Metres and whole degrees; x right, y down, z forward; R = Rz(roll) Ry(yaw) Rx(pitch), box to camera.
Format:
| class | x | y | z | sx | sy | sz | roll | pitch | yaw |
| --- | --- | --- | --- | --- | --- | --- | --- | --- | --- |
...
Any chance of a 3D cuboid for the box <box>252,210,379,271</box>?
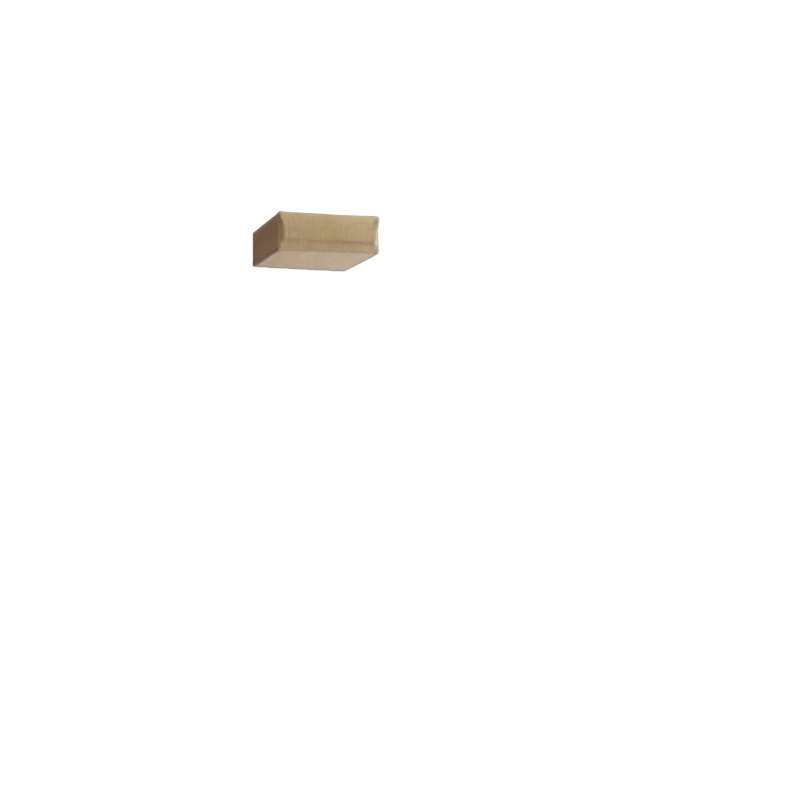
| class | x | y | z | sx | sy | sz | roll | pitch | yaw |
| --- | --- | --- | --- | --- | --- | --- | --- | --- | --- |
| box | -0.062 | -0.114 | 0.798 | 0.071 | 0.031 | 0.090 | 1 | -3 | -17 |
